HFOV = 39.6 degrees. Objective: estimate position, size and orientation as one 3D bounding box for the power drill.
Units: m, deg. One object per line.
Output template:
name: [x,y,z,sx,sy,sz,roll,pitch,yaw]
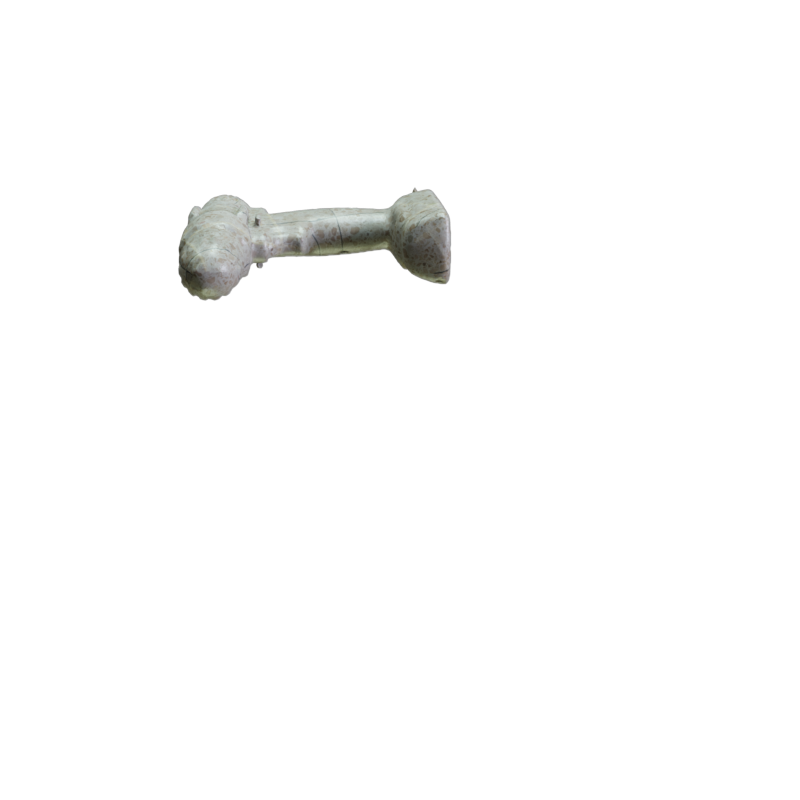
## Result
power drill: [-0.061,-0.112,0.785,0.187,0.055,0.193,-1,21,-3]
